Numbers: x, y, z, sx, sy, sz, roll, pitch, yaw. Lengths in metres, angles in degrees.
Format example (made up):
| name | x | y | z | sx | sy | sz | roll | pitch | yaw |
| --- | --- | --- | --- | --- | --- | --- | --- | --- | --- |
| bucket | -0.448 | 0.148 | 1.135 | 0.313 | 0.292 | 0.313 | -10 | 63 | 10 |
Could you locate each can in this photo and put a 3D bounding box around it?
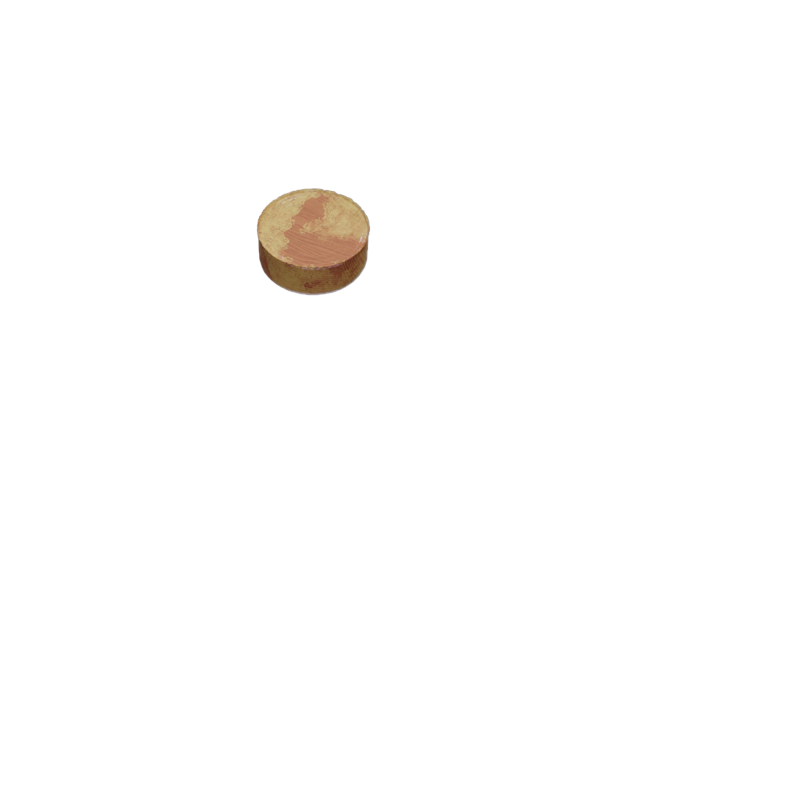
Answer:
| name | x | y | z | sx | sy | sz | roll | pitch | yaw |
| --- | --- | --- | --- | --- | --- | --- | --- | --- | --- |
| can | -0.067 | -0.121 | 0.850 | 0.086 | 0.092 | 0.031 | -1 | -41 | -1 |
